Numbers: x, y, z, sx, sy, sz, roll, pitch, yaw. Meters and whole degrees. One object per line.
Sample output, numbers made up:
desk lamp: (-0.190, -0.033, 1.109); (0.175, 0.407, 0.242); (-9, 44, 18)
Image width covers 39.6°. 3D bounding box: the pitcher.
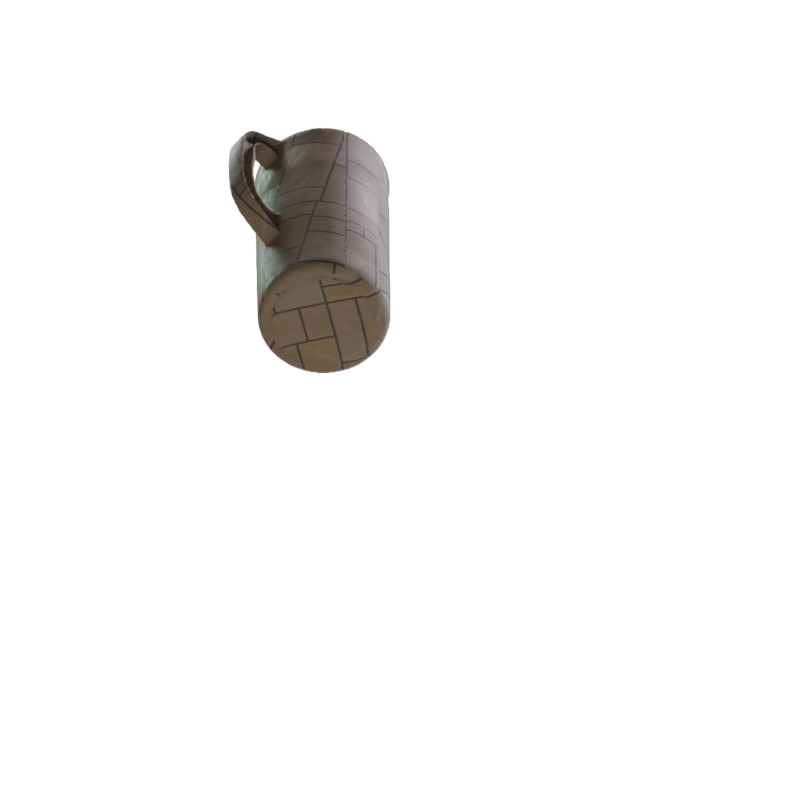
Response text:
pitcher: (-0.077, -0.141, 0.989); (0.149, 0.136, 0.259); (-3, 35, -2)
